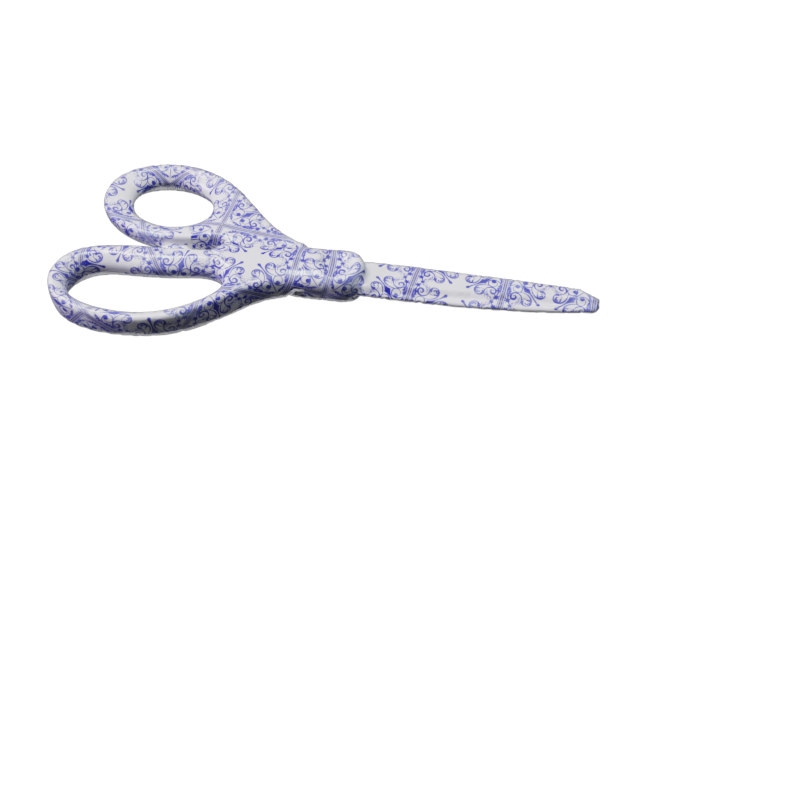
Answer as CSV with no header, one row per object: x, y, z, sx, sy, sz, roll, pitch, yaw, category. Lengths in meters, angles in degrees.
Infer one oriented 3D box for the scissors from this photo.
-0.034,-0.062,0.432,0.200,0.104,0.015,-5,-42,-5,scissors
